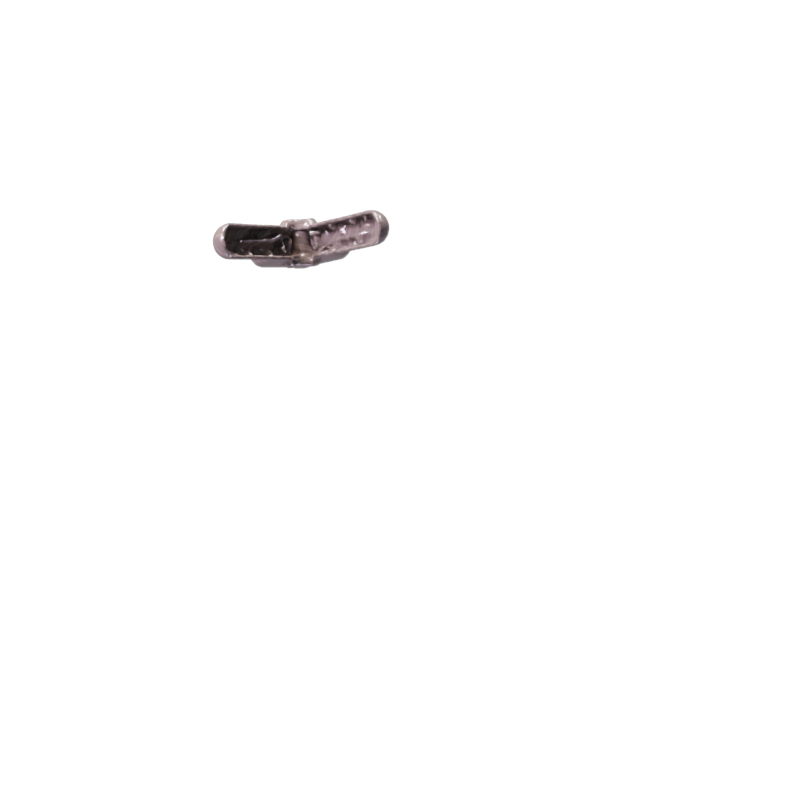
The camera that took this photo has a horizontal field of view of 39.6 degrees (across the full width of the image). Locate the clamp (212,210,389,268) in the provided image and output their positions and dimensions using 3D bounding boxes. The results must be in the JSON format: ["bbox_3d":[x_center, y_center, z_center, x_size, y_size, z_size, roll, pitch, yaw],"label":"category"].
[{"bbox_3d":[-0.065,-0.118,0.827,0.121,0.039,0.171,0,6,4],"label":"clamp"}]
